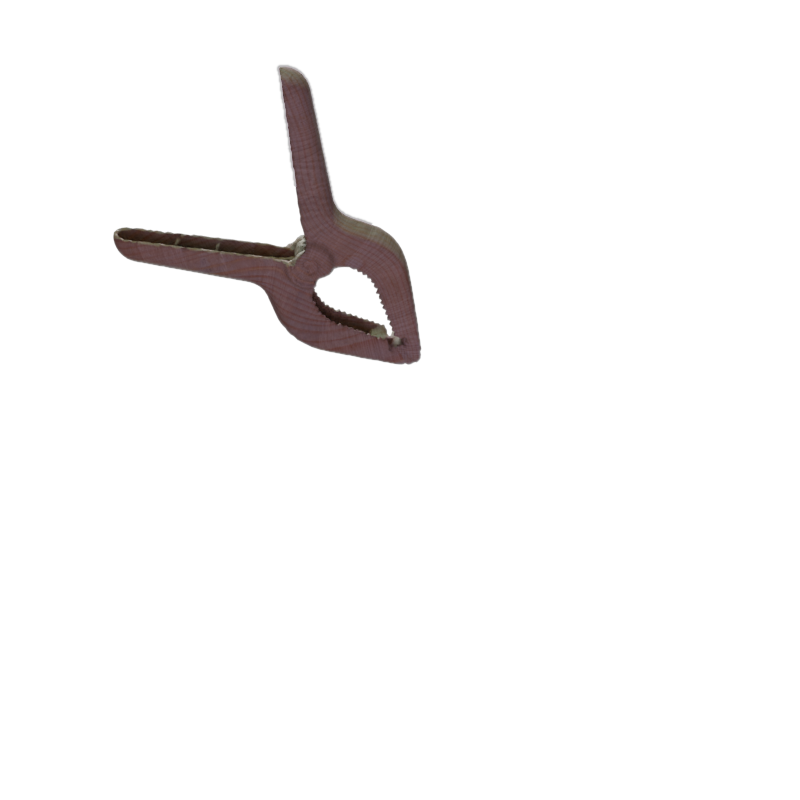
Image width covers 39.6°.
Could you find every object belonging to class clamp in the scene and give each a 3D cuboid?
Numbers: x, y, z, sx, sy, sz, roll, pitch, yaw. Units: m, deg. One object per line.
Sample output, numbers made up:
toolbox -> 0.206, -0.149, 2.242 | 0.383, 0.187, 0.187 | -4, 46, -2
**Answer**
clamp -> -0.056, -0.102, 0.717 | 0.202, 0.162, 0.038 | 36, 20, -15
